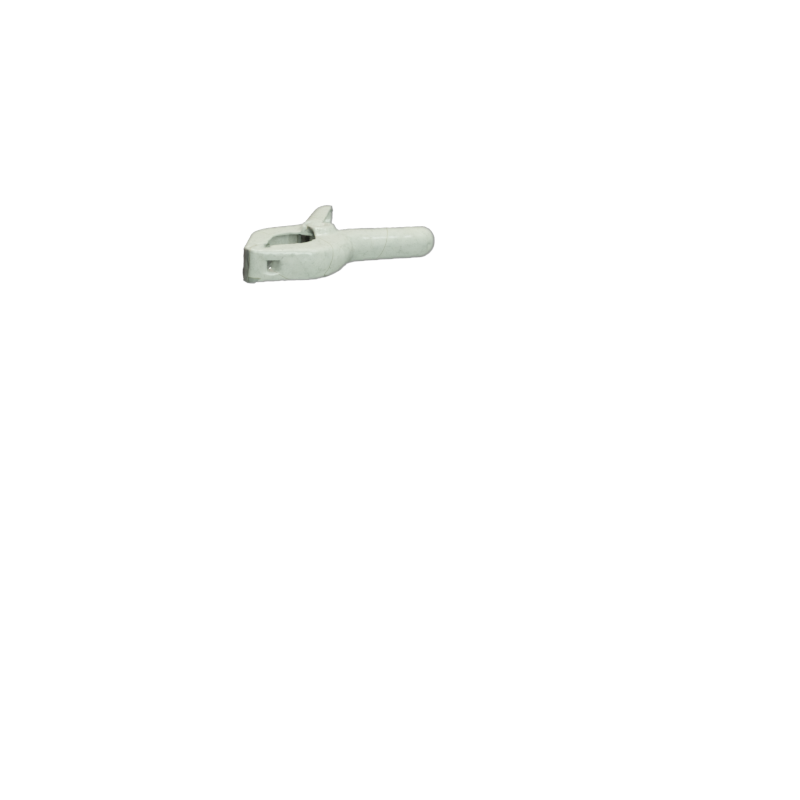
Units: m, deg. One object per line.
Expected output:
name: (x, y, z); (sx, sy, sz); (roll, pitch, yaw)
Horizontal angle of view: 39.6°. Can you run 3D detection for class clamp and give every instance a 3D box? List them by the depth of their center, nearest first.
clamp: (-0.070, -0.127, 0.888); (0.167, 0.038, 0.127); (-15, 22, -42)
